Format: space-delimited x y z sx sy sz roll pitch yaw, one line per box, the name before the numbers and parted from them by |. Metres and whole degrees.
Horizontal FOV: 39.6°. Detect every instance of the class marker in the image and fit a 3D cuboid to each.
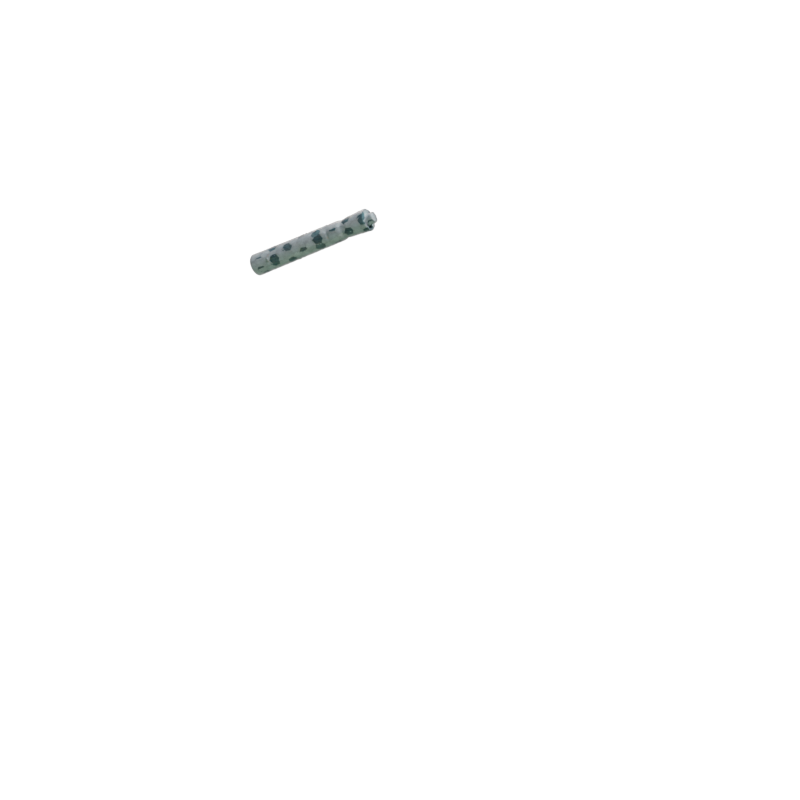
marker | -0.072 -0.131 0.921 0.122 0.020 0.019 -17 -5 29
